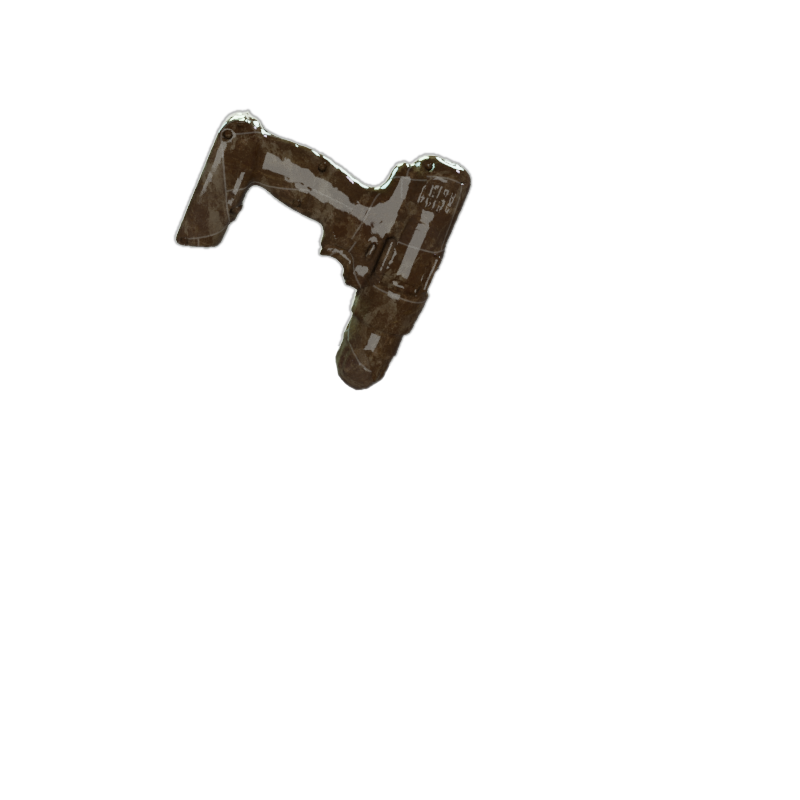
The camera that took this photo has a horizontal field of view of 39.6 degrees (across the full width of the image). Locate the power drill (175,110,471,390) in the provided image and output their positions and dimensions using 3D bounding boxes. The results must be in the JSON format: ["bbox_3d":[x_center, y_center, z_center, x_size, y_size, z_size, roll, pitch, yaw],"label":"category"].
[{"bbox_3d":[-0.063,-0.115,0.805,0.185,0.181,0.059,22,13,-6],"label":"power drill"}]
